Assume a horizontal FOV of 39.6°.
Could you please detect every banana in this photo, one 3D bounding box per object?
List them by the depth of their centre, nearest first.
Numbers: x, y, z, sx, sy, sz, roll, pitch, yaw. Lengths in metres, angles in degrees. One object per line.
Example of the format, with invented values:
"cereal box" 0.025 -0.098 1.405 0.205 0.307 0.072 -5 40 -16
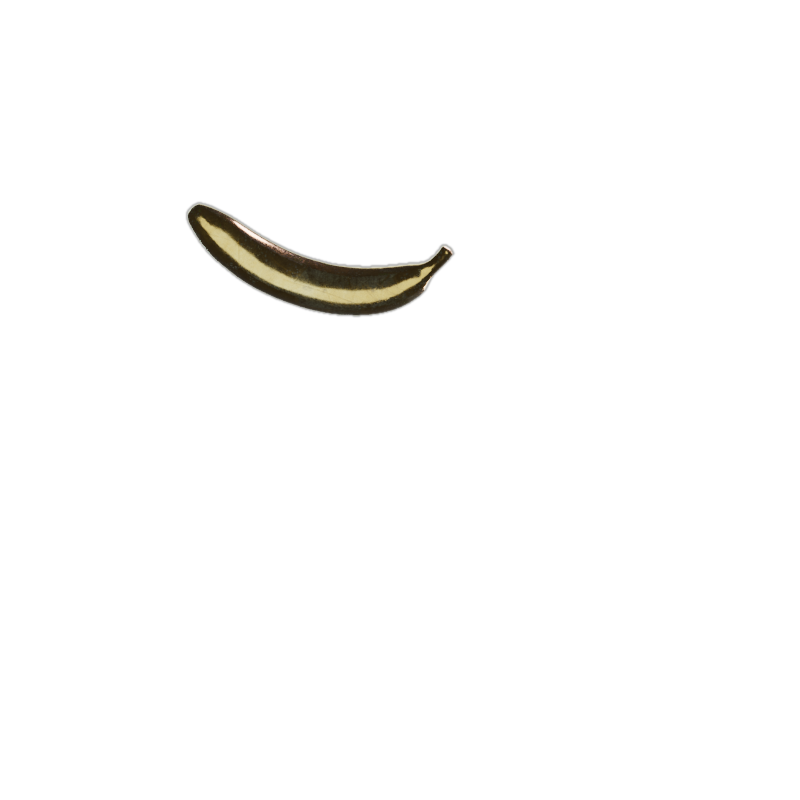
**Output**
"banana" -0.064 -0.100 0.829 0.197 0.067 0.038 9 16 -2
